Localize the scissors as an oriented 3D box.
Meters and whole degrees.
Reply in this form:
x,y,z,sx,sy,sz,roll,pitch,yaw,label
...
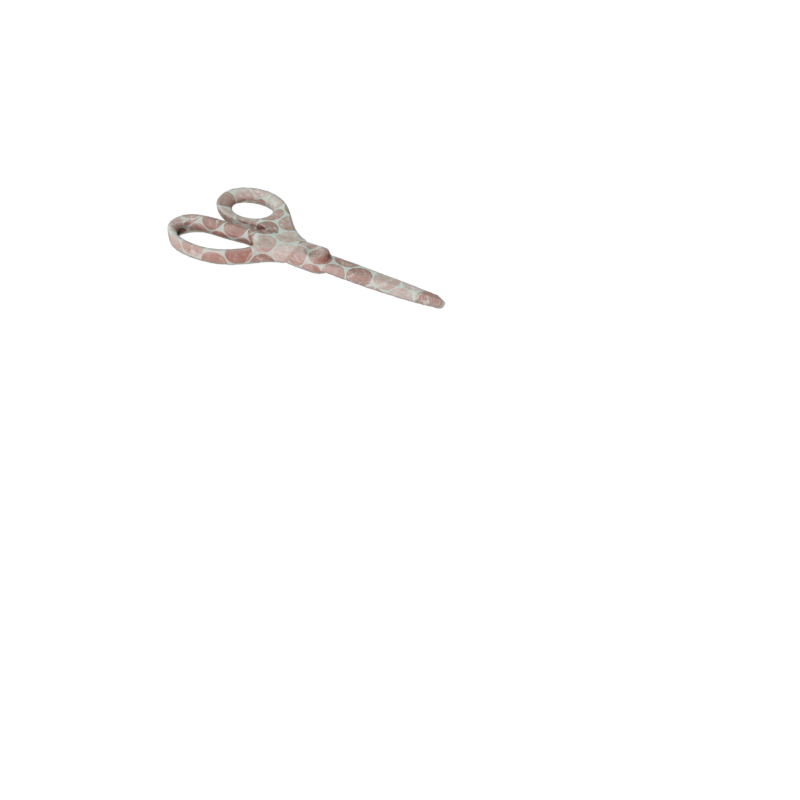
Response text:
x,y,z,sx,sy,sz,roll,pitch,yaw,label
-0.060,-0.109,0.763,0.206,0.015,0.101,11,40,13,scissors
